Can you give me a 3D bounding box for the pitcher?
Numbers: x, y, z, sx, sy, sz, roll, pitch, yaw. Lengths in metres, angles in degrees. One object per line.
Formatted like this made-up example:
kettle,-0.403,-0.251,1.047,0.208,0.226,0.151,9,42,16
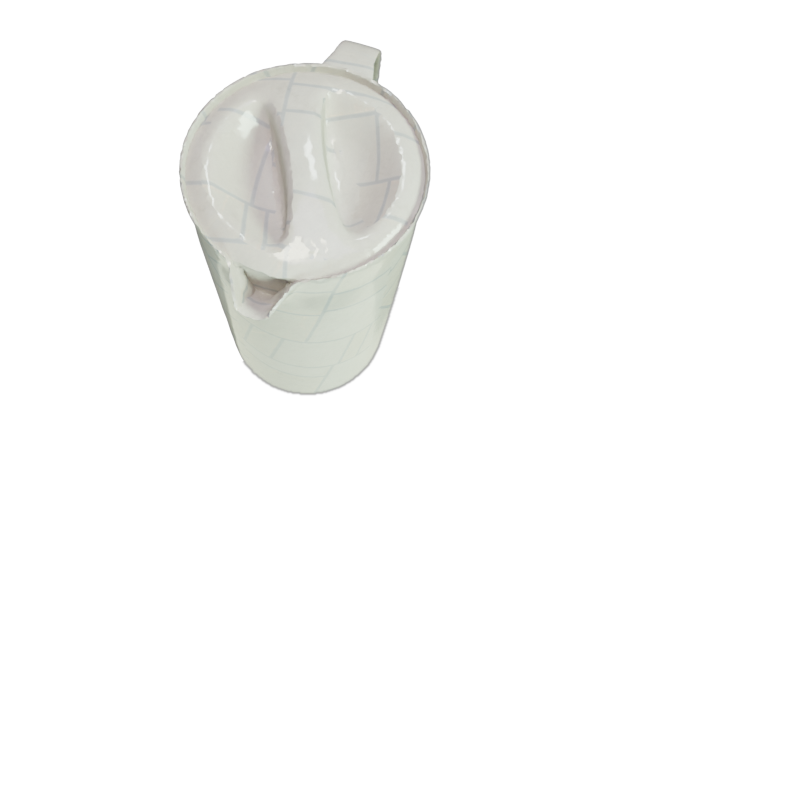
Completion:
pitcher,-0.054,-0.099,0.694,0.149,0.153,0.232,-25,-17,-12
